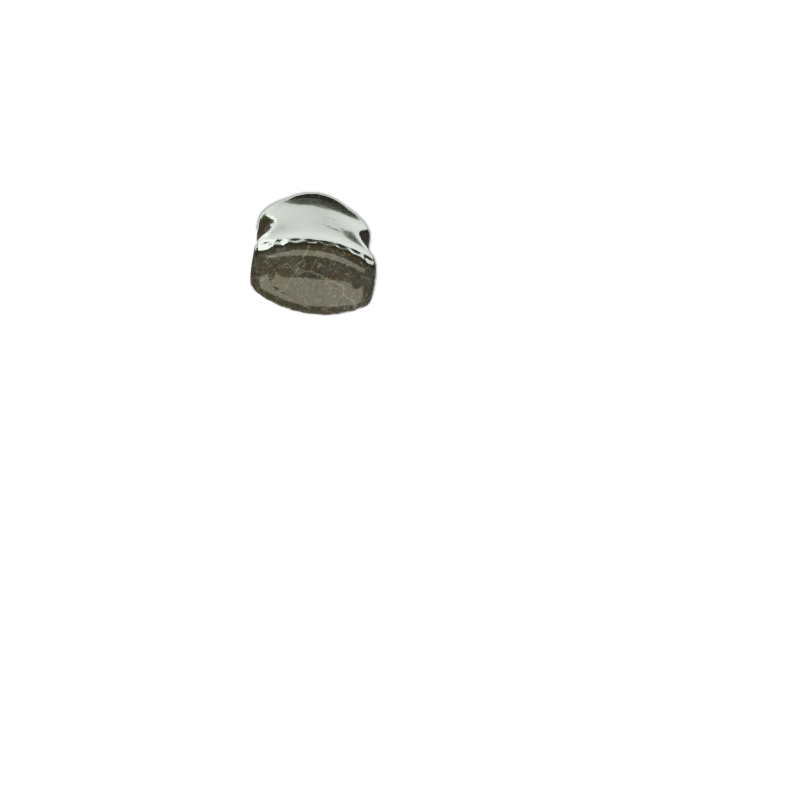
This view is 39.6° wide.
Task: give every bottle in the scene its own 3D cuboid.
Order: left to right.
[{"bbox_3d":[-0.073,-0.132,0.927,0.095,0.056,0.202,5,24,-6],"label":"bottle"}]
